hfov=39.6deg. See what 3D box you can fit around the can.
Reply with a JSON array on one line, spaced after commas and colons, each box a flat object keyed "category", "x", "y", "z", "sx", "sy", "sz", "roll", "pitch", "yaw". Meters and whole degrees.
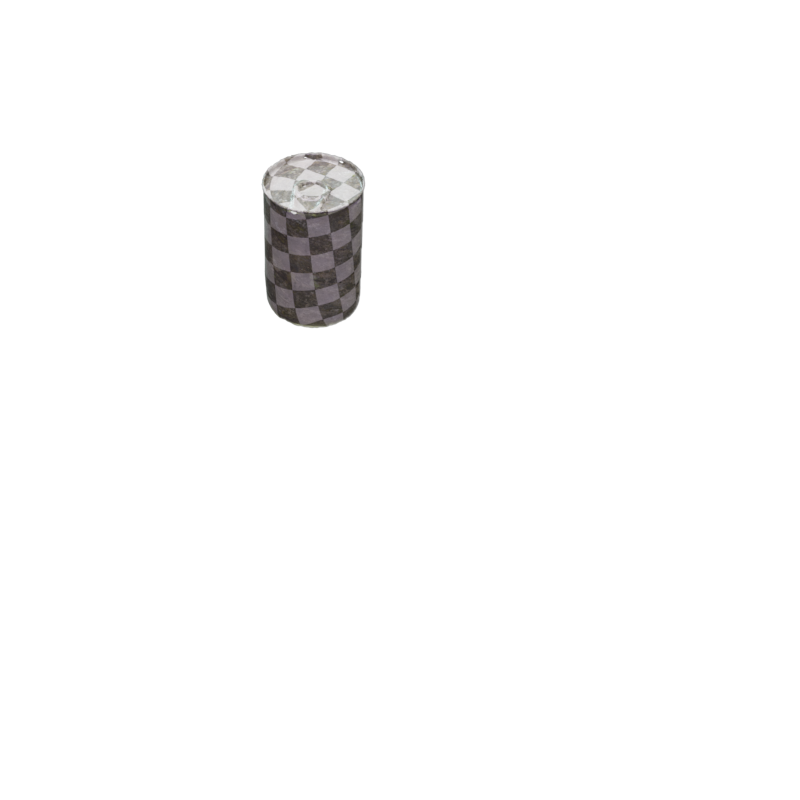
[{"category": "can", "x": -0.059, "y": -0.108, "z": 0.758, "sx": 0.068, "sy": 0.095, "sz": 0.073, "roll": 0, "pitch": 42, "yaw": -3}]
